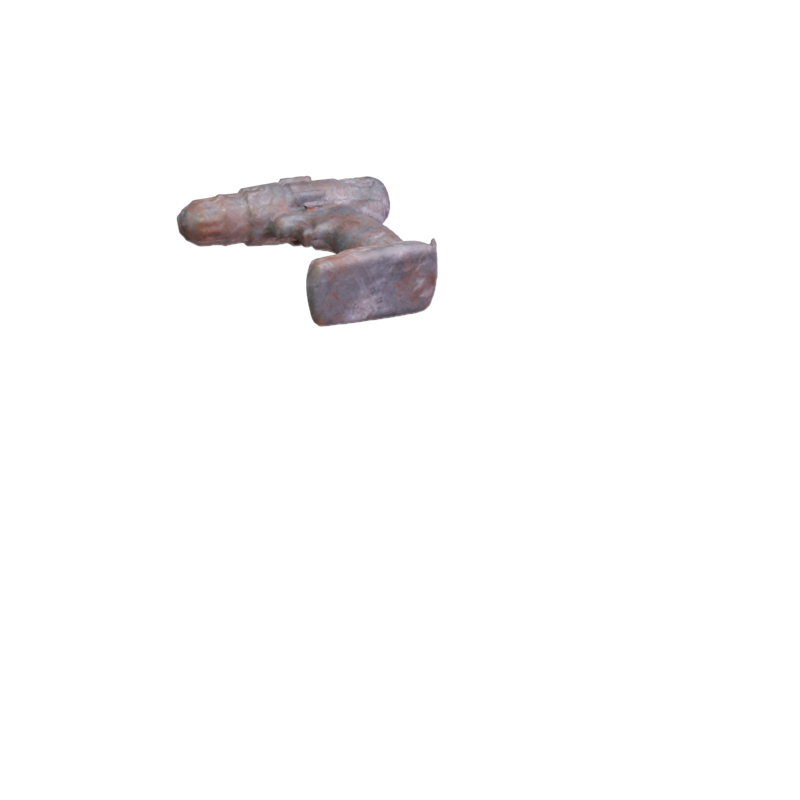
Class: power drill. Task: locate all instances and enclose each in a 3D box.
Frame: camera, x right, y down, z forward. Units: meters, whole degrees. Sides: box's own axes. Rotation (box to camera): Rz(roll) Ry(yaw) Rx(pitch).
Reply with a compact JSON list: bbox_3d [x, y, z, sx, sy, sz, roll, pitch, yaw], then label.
[{"bbox_3d":[-0.069,-0.125,0.878,0.181,0.054,0.202,-12,33,-19],"label":"power drill"}]
